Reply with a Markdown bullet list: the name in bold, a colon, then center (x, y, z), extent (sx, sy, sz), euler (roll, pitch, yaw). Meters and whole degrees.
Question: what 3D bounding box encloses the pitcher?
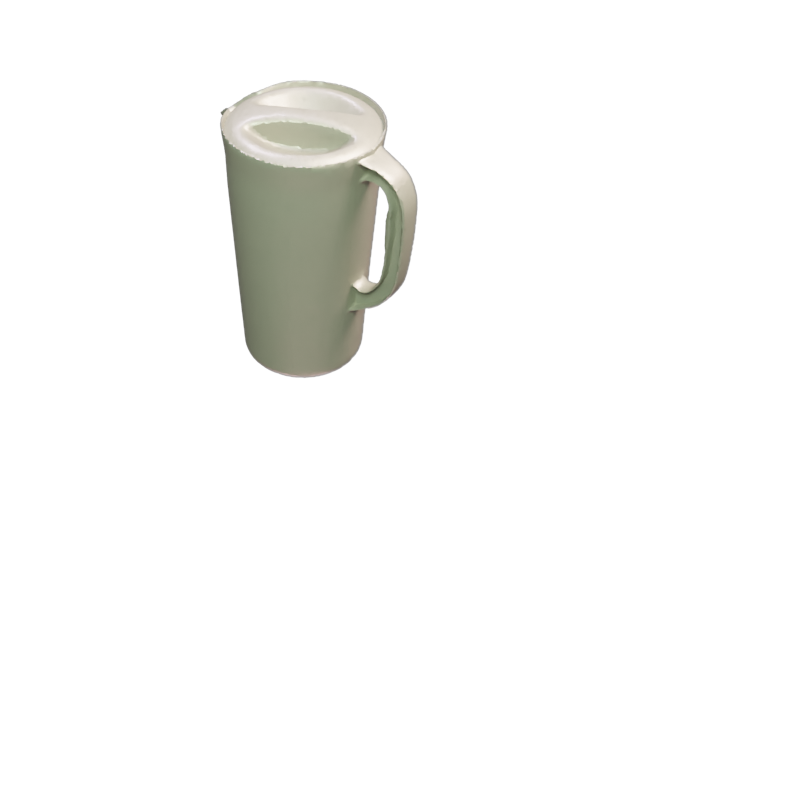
- **pitcher**: center (-0.074, -0.134, 0.940), extent (0.144, 0.227, 0.161), euler (-5, 41, -9)
